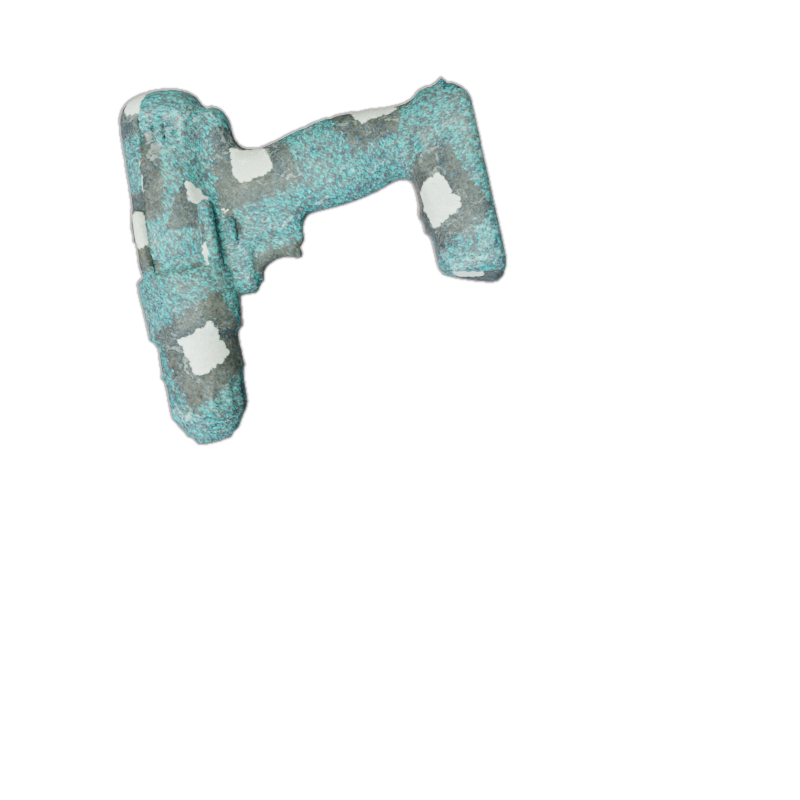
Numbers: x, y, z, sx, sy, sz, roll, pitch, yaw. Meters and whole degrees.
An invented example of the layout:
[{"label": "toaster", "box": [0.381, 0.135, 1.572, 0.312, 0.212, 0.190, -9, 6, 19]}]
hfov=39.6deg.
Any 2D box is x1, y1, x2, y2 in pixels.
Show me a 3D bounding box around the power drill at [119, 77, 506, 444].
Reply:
[{"label": "power drill", "box": [-0.045, -0.082, 0.574, 0.187, 0.186, 0.057, -10, -3, -1]}]
